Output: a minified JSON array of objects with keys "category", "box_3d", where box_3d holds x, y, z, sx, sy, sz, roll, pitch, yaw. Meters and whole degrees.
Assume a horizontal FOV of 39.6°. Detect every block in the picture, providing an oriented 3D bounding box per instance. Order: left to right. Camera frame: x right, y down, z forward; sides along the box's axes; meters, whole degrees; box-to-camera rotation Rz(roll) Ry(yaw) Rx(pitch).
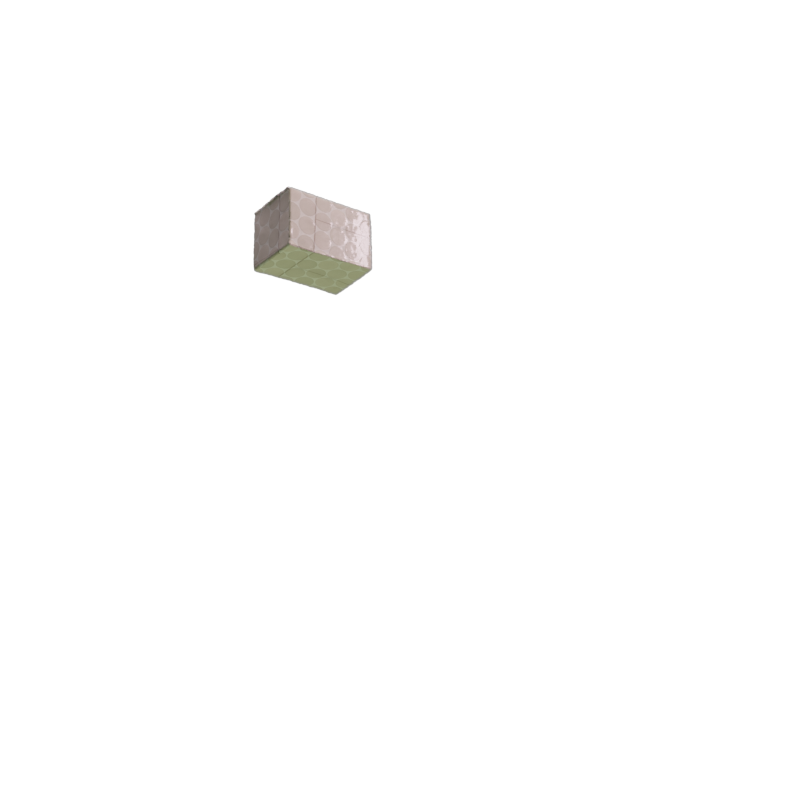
[{"category":"block","box_3d":[-0.067,-0.122,0.852,0.074,0.054,0.052,16,-30,-32]}]
